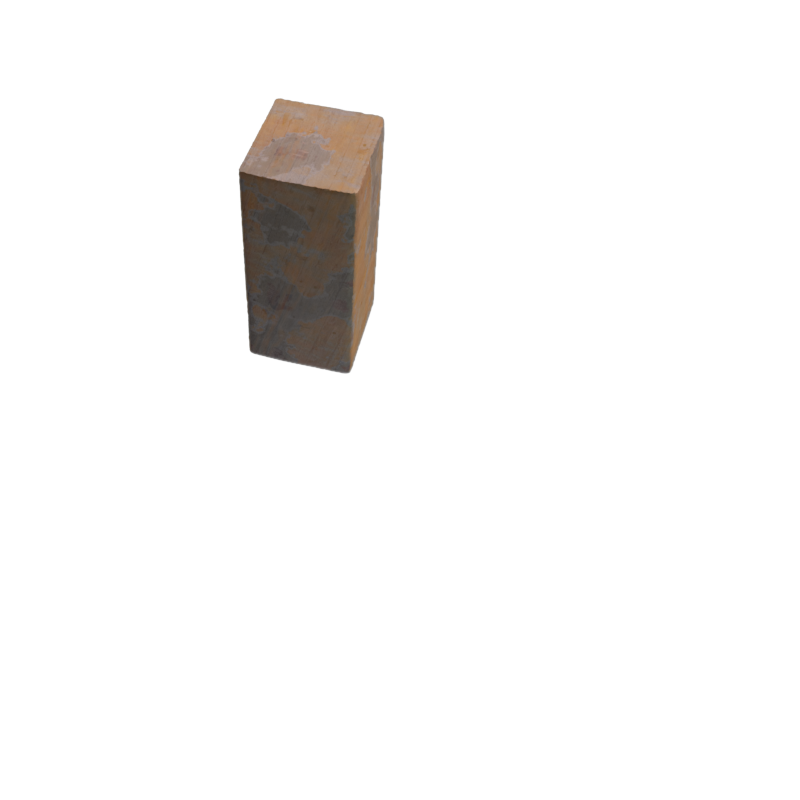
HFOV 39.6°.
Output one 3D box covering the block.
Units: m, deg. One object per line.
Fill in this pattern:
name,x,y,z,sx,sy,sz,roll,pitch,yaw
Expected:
block,-0.069,-0.126,0.883,0.092,0.096,0.192,13,-40,7
